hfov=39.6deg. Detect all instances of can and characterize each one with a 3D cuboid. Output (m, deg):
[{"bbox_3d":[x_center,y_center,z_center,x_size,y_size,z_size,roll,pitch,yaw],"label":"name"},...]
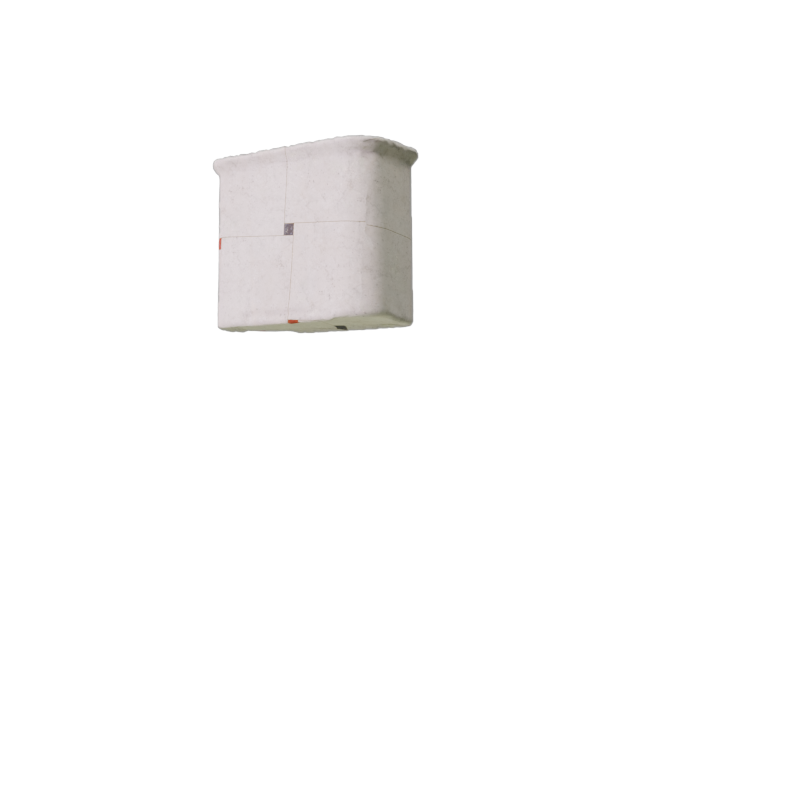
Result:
[{"bbox_3d":[-0.042,-0.077,0.537,0.105,0.085,0.055,-3,-8,33],"label":"can"}]
